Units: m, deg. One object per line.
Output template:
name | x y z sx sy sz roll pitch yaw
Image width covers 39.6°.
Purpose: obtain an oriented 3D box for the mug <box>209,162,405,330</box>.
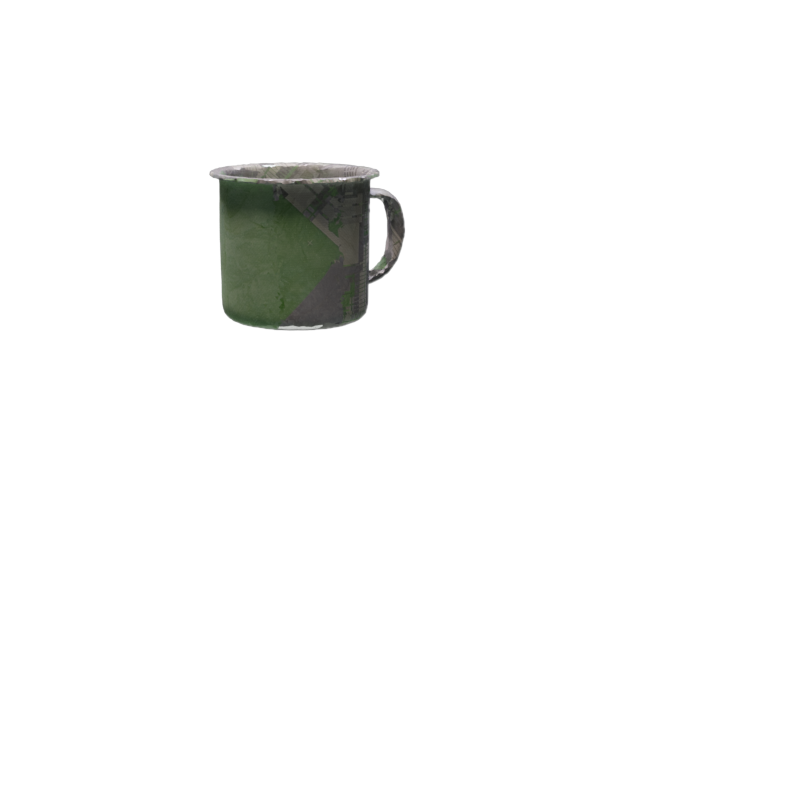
mug | -0.048 -0.088 0.617 0.114 0.079 0.098 -10 17 -33
